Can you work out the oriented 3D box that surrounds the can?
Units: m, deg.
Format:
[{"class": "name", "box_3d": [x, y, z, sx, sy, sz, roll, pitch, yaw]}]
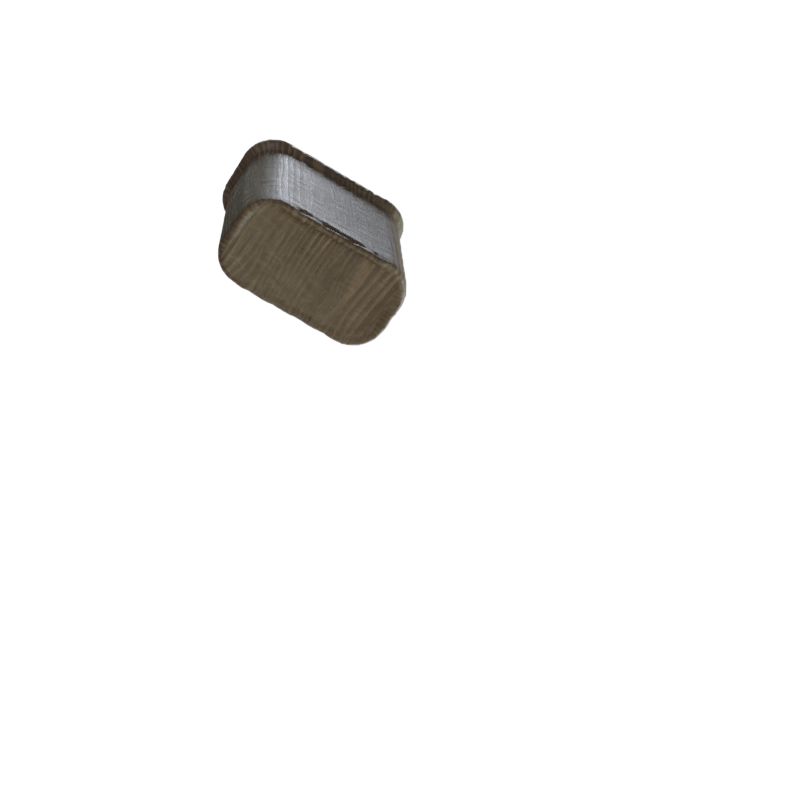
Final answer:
[{"class": "can", "box_3d": [-0.046, -0.084, 0.592, 0.099, 0.056, 0.089, 28, 24, -15]}]
